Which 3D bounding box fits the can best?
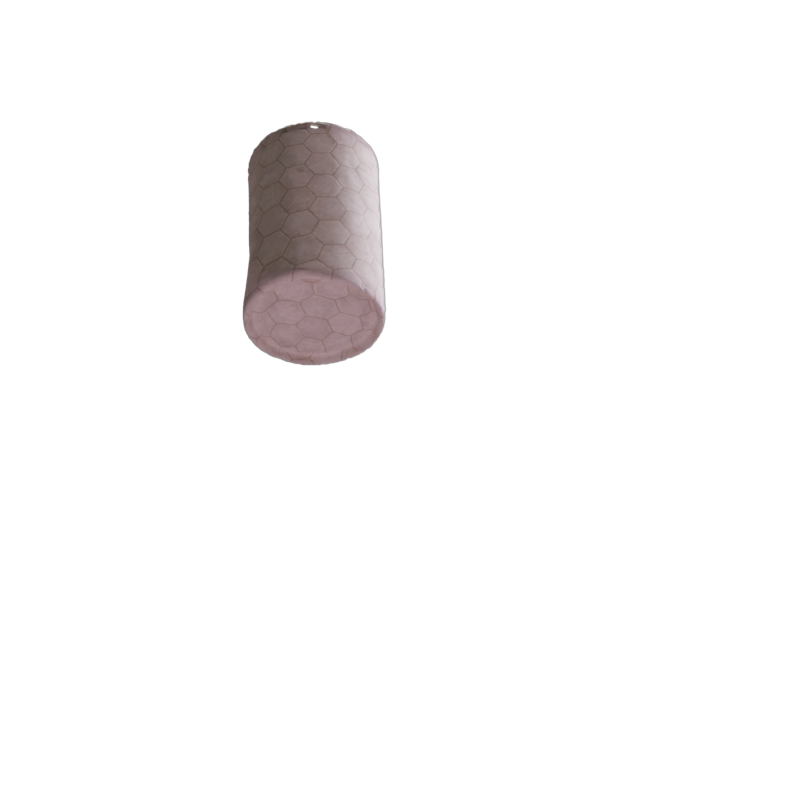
[{"bbox_3d":[-0.042,-0.077,0.539,0.068,0.110,0.064,-1,-40,-3],"label":"can"}]
